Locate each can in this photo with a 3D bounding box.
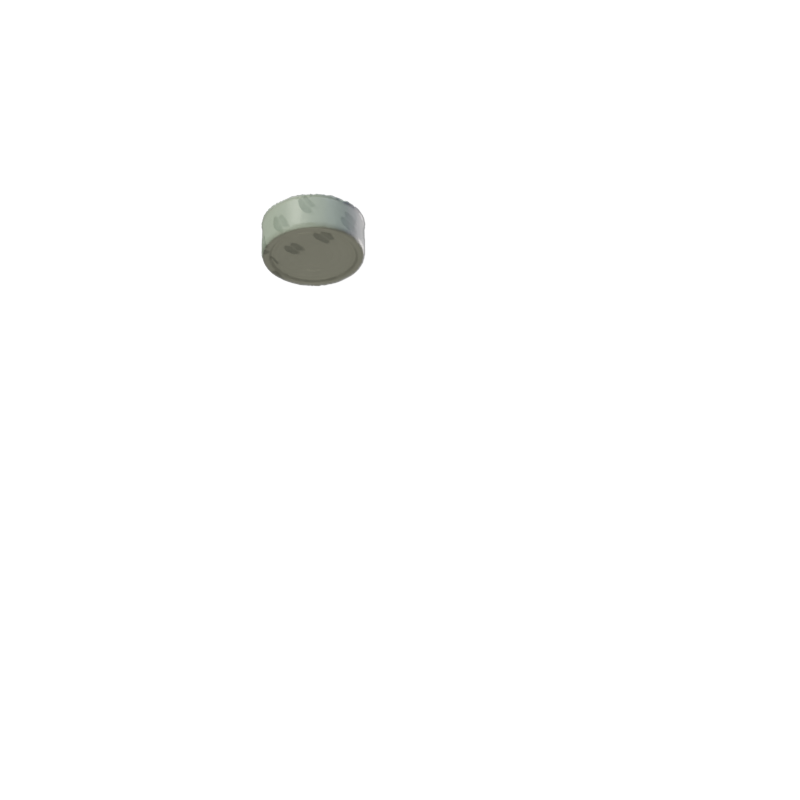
[{"bbox_3d":[-0.071,-0.130,0.908,0.086,0.036,0.080,1,-31,-2],"label":"can"}]
